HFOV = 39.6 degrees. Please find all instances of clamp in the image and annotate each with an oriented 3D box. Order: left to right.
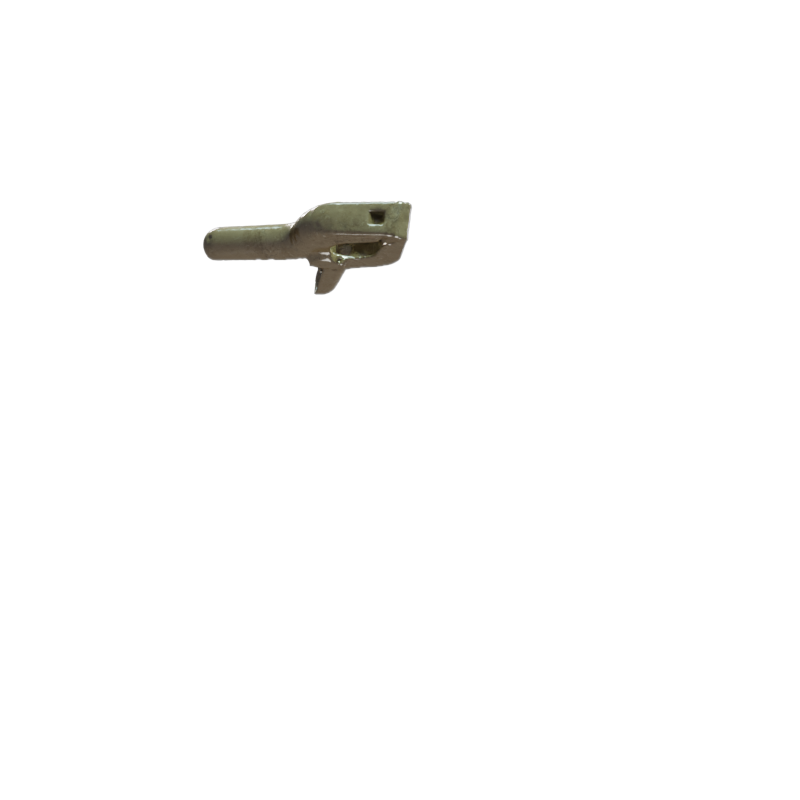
[{"bbox_3d":[-0.063,-0.115,0.803,0.115,0.041,0.173,7,-14,-31],"label":"clamp"}]
